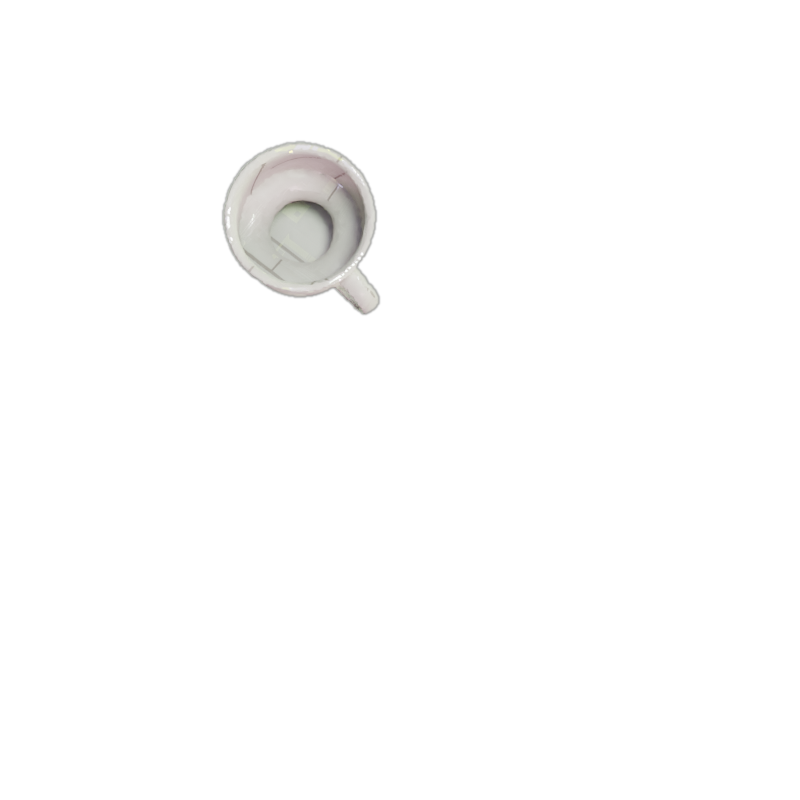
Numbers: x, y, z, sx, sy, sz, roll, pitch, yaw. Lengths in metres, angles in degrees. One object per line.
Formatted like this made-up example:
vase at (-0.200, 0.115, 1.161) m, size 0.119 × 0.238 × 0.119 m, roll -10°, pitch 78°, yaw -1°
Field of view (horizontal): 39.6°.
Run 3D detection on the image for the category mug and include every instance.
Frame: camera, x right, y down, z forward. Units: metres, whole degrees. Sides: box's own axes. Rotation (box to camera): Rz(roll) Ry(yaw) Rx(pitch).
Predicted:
mug at (-0.056, -0.102, 0.713) m, size 0.094 × 0.119 × 0.080 m, roll -44°, pitch -4°, yaw -6°
